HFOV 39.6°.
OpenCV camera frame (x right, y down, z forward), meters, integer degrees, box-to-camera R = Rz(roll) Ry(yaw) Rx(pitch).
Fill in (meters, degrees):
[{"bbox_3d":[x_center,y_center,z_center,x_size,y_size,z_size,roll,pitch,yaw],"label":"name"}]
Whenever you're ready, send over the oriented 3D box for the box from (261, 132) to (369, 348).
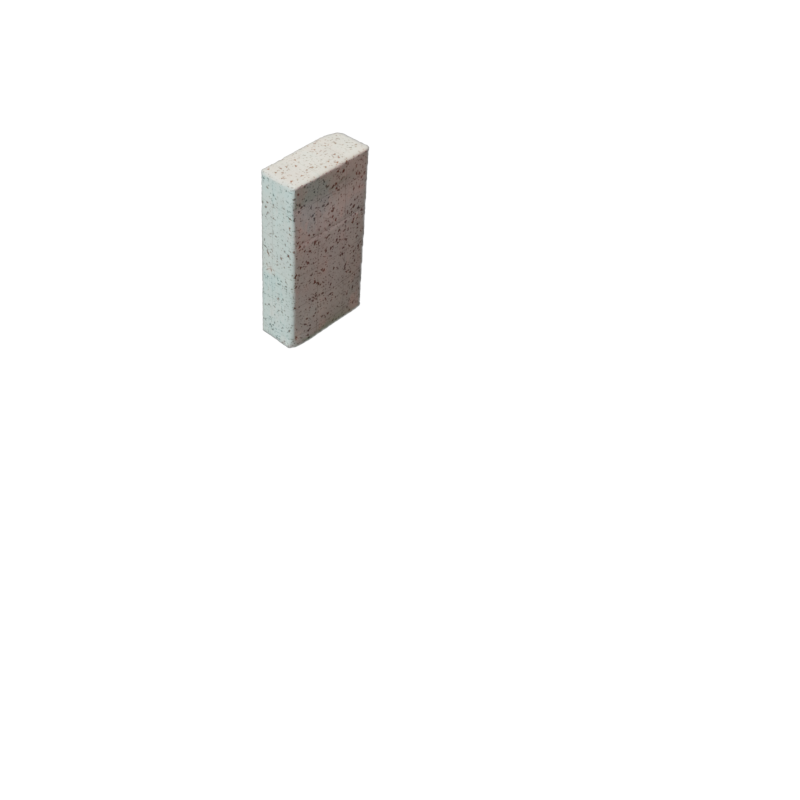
[{"bbox_3d":[-0.075,-0.138,0.962,0.051,0.165,0.094,30,46,30],"label":"box"}]
